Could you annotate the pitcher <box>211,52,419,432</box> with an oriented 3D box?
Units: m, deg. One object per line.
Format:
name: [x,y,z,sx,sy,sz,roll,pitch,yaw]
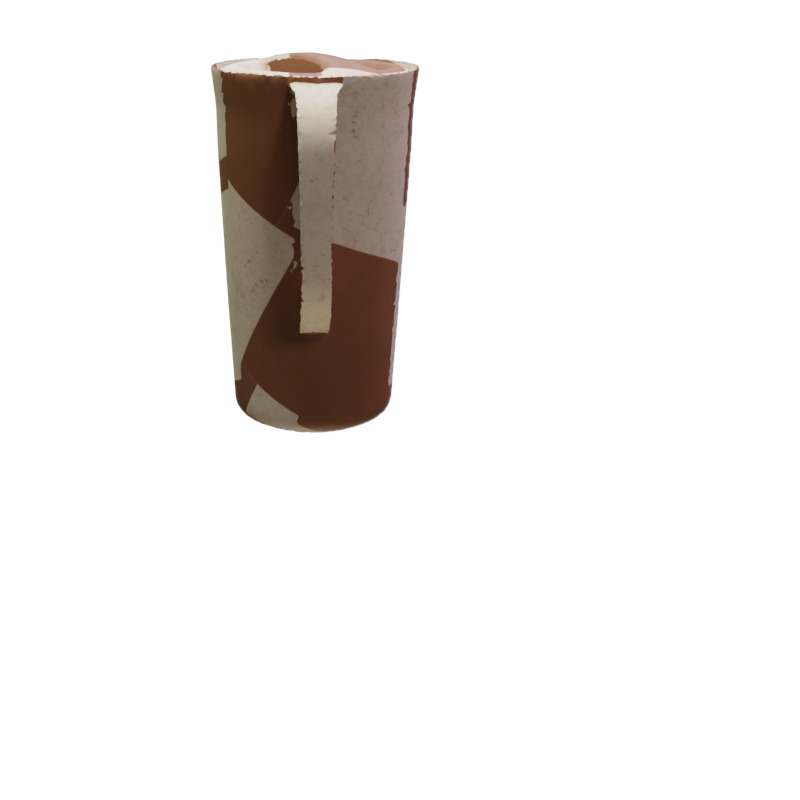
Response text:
pitcher: [-0.057,-0.104,0.730,0.153,0.235,0.146,14,21,38]
